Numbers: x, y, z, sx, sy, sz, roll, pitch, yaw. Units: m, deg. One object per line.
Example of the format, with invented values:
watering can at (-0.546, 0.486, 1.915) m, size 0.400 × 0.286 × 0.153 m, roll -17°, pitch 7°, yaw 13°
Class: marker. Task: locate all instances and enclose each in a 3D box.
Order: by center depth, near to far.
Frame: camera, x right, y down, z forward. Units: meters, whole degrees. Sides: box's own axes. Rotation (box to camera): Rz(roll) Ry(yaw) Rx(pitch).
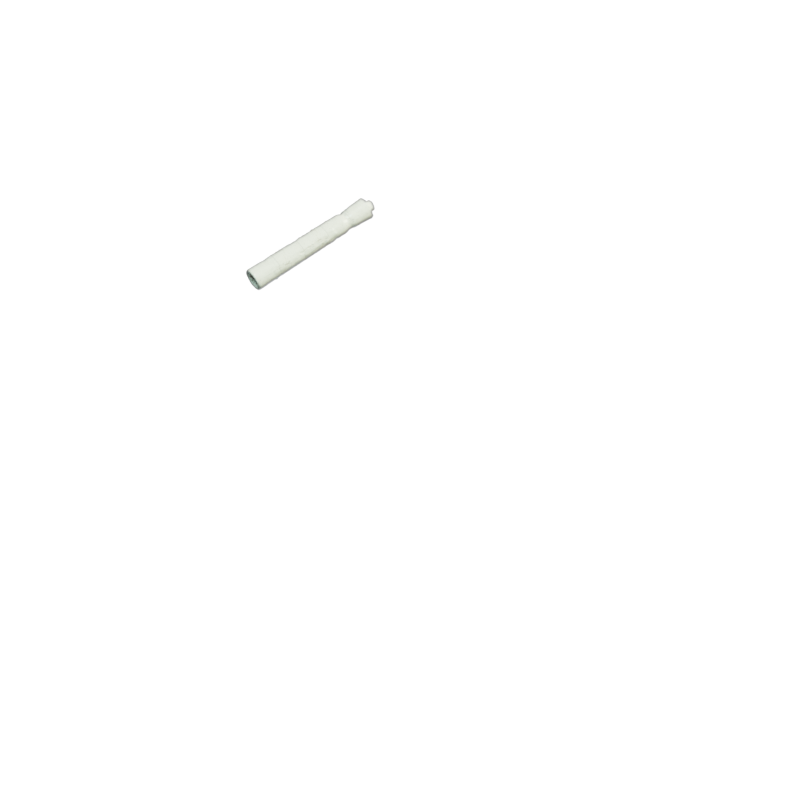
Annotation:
marker at (-0.070, -0.128, 0.898) m, size 0.121 × 0.019 × 0.020 m, roll -35°, pitch 17°, yaw -19°
